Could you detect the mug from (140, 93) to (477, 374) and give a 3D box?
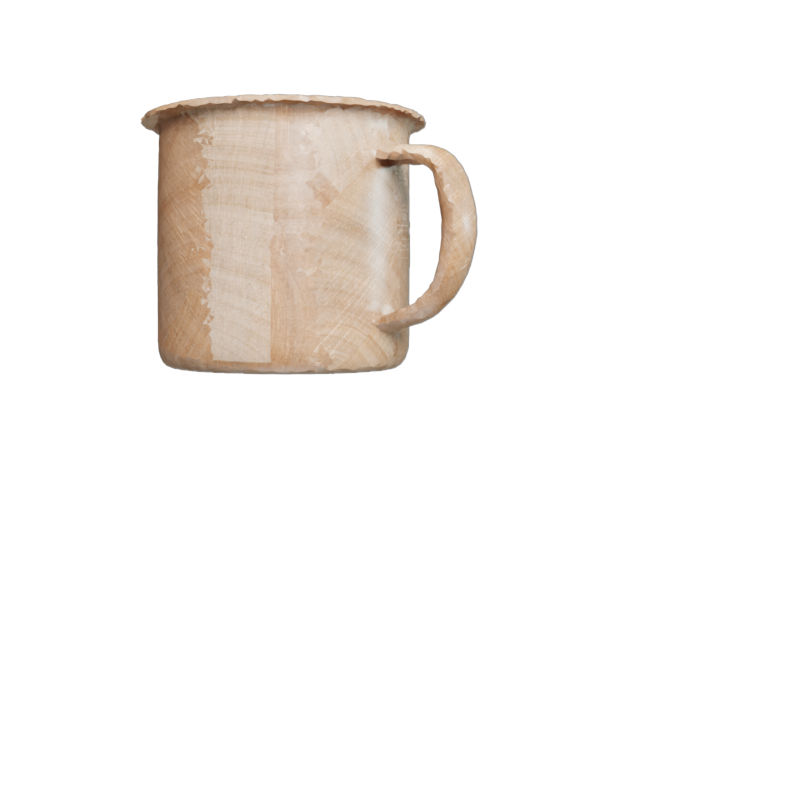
[{"bbox_3d":[-0.028,-0.051,0.355,0.121,0.082,0.090,1,2,34],"label":"mug"}]
